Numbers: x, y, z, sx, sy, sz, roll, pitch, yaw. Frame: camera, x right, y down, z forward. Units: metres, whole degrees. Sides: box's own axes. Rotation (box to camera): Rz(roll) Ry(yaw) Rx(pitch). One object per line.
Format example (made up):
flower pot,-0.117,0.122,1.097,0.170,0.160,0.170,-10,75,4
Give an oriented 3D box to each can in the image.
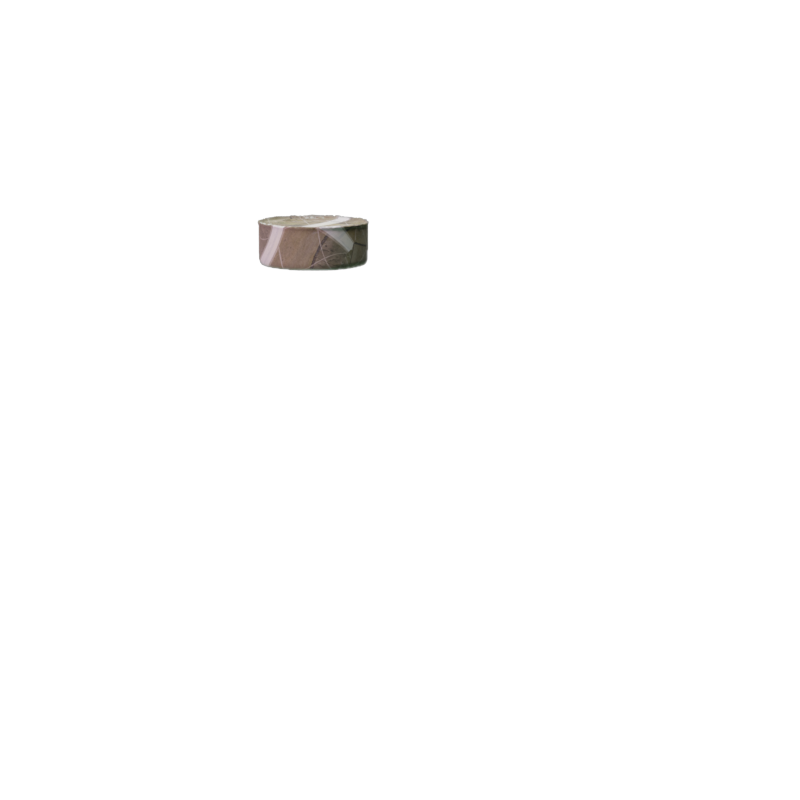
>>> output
can,-0.067,-0.122,0.856,0.086,0.033,0.088,0,14,-2
